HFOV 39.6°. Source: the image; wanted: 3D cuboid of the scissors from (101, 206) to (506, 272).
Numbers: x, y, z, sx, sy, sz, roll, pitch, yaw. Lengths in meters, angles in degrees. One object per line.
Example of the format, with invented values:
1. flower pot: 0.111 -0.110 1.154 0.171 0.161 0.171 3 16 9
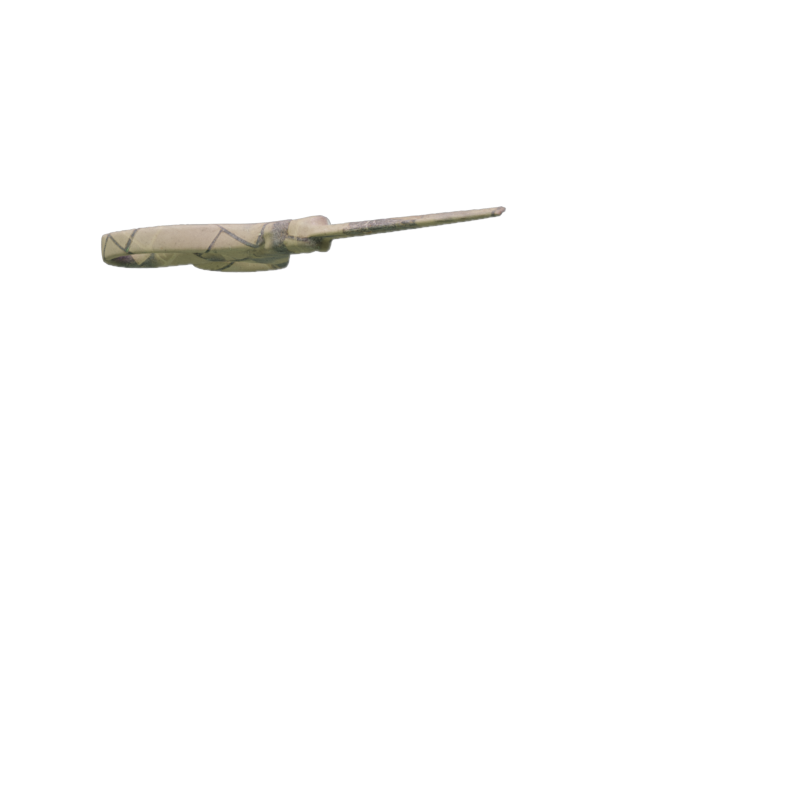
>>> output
1. scissors: -0.038 -0.070 0.487 0.208 0.016 0.093 0 1 25
